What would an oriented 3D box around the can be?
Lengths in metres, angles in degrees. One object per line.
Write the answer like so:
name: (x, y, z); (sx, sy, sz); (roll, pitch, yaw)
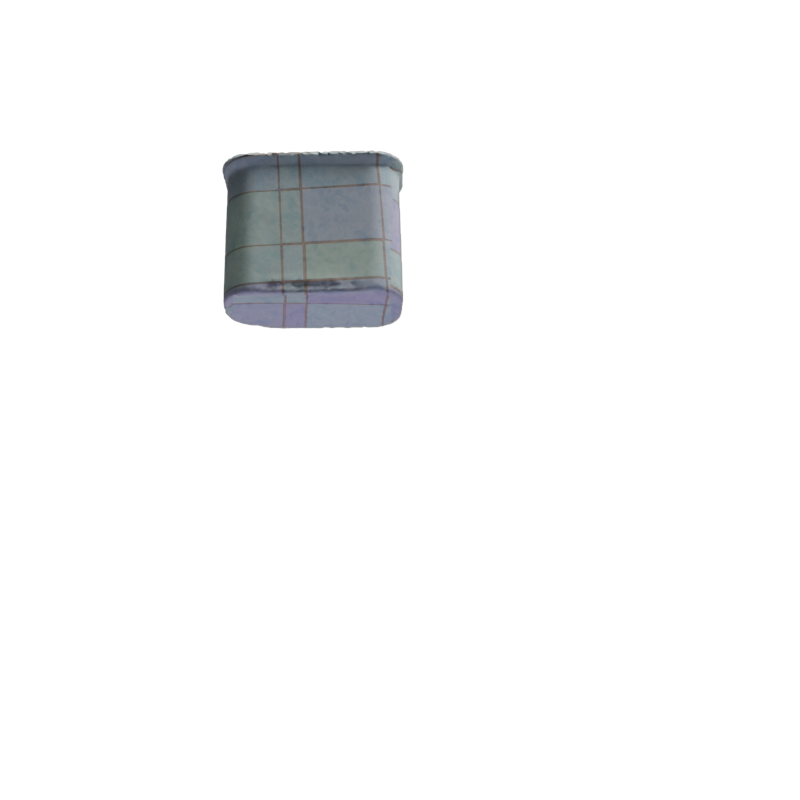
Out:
can: (-0.048, -0.088, 0.614); (0.102, 0.088, 0.054); (-1, -23, 1)
